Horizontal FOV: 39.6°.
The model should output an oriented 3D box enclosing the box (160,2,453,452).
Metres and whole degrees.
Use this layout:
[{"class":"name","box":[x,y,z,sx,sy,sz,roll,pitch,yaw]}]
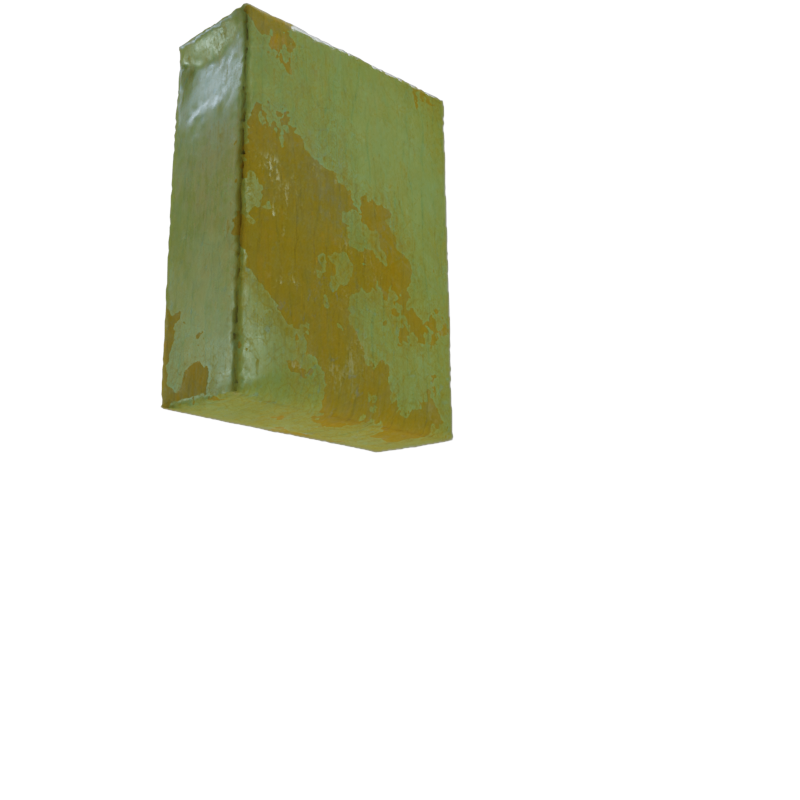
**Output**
[{"class":"box","box":[-0.049,-0.089,0.622,0.073,0.224,0.155,-19,-25,41]}]
